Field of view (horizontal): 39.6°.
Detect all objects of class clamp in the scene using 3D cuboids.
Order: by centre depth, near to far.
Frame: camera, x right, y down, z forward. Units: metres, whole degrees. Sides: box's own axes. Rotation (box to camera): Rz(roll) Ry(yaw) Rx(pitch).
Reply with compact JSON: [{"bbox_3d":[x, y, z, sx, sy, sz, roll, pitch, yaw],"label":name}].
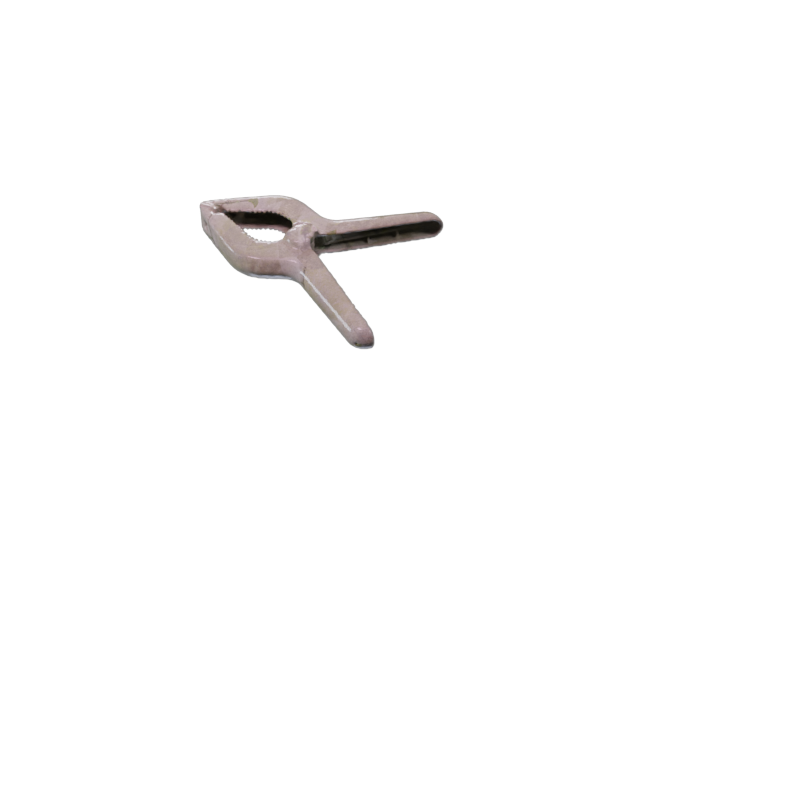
[{"bbox_3d":[-0.076,-0.138,0.969,0.220,0.034,0.169,24,51,21],"label":"clamp"}]
